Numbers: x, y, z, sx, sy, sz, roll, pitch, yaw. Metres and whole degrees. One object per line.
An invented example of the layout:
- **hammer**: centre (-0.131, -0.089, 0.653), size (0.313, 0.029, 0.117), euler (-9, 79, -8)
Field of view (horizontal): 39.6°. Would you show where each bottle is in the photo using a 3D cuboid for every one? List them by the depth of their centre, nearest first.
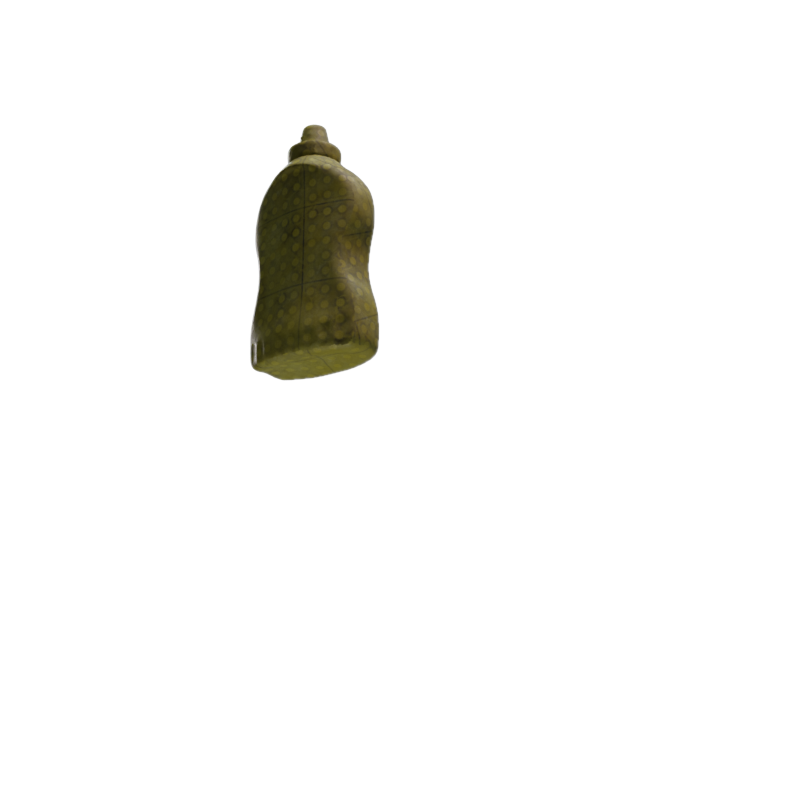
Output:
- **bottle**: centre (-0.064, -0.116, 0.815), size (0.097, 0.202, 0.055), euler (-18, -28, 34)
